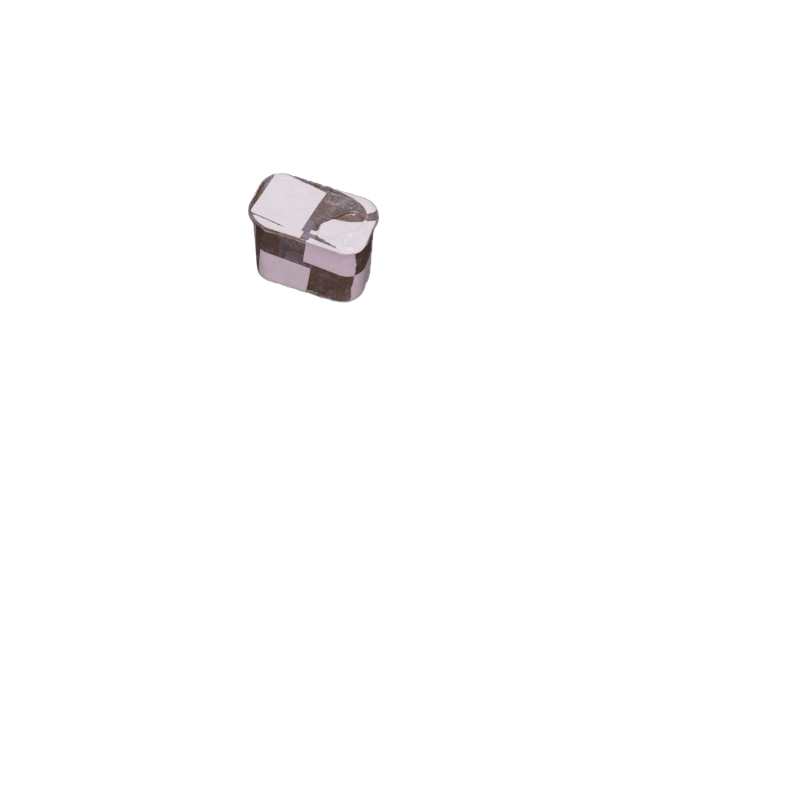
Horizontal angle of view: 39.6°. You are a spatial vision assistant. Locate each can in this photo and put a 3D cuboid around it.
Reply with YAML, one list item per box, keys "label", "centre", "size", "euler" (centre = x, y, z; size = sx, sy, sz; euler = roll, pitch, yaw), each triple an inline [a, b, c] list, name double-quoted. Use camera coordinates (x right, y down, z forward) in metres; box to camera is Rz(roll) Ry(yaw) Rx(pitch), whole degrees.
- label: "can"
  centre: [-0.072, -0.131, 0.915]
  size: [0.104, 0.060, 0.079]
  euler: [19, -29, 9]
